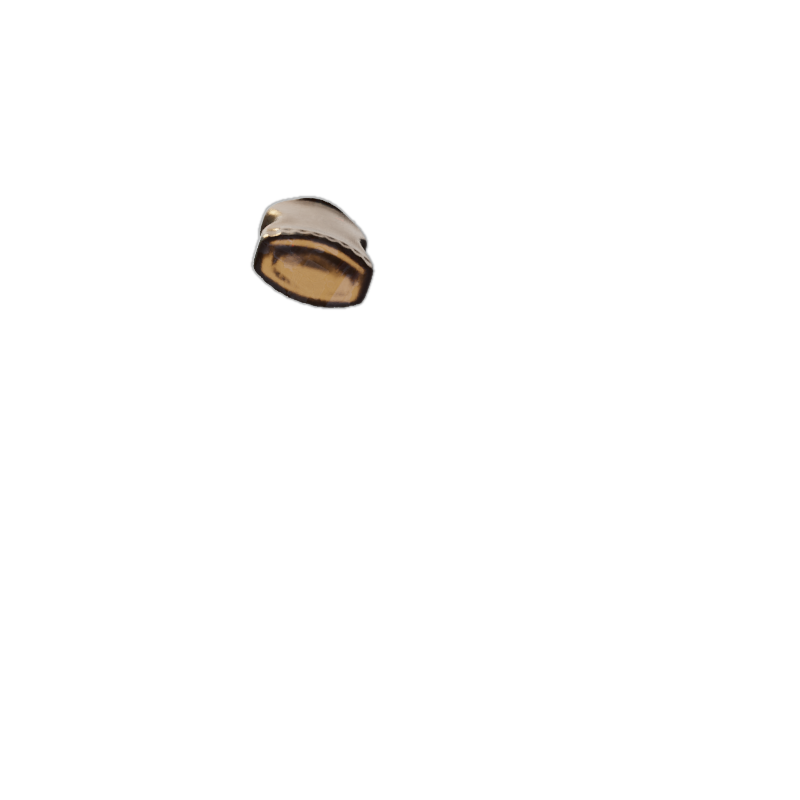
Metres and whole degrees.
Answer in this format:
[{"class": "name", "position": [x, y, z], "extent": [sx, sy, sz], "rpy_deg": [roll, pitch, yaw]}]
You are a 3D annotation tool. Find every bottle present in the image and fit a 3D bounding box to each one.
[{"class": "bottle", "position": [-0.076, -0.138, 0.969], "extent": [0.095, 0.057, 0.200], "rpy_deg": [14, 20, -9]}]
